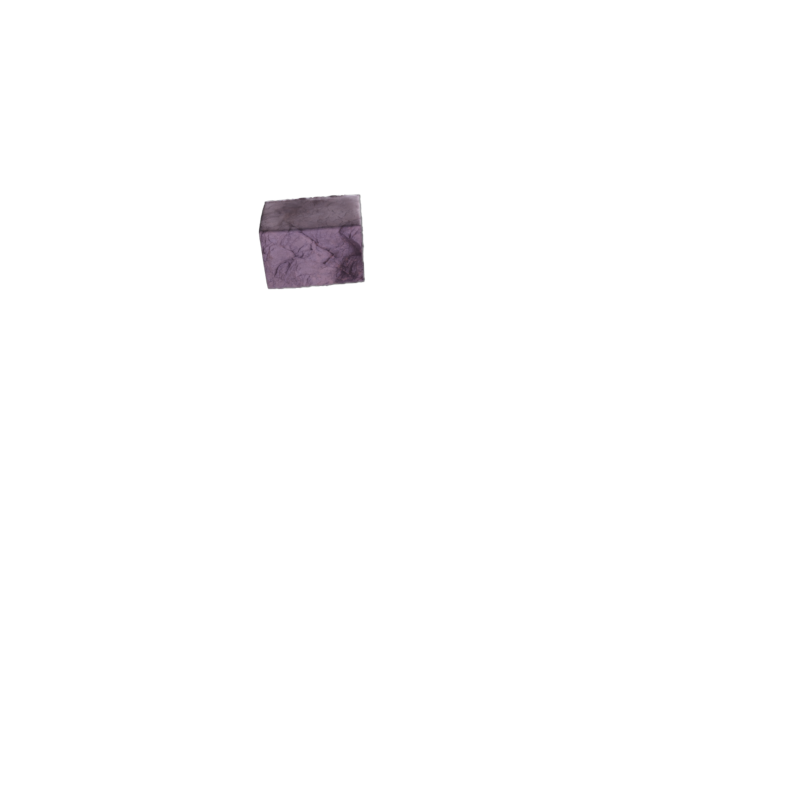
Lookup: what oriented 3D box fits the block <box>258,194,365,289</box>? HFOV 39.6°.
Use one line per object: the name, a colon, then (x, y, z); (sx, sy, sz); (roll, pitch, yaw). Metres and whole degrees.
block: (-0.067, -0.122, 0.855); (0.078, 0.049, 0.055); (-4, 34, 1)
